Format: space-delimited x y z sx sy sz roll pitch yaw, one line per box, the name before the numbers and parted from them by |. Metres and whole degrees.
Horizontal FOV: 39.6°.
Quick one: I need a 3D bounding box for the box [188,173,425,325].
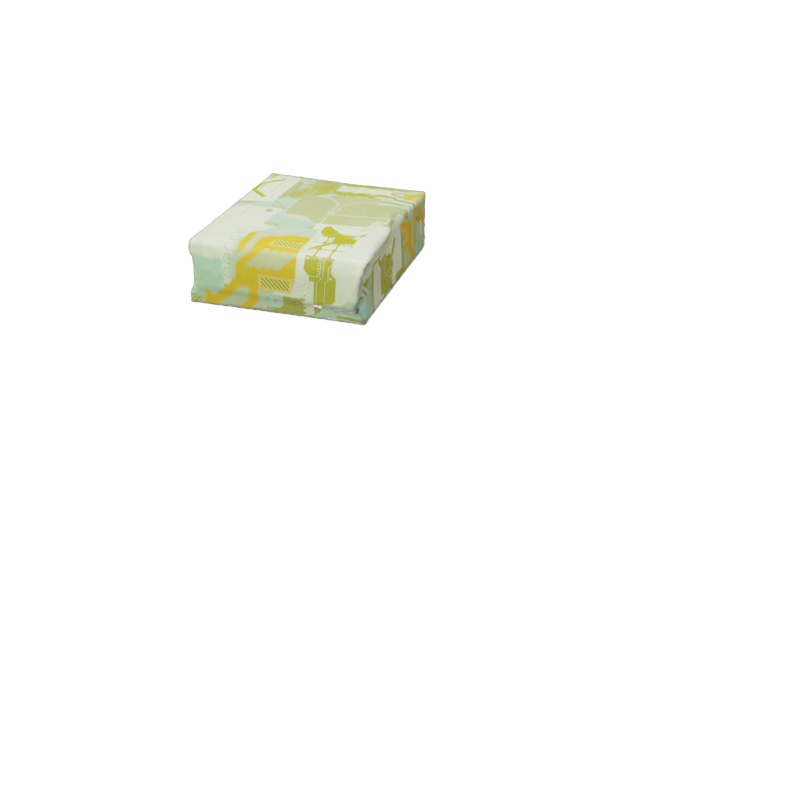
box | -0.036 -0.065 0.457 0.075 0.029 0.092 9 29 16
